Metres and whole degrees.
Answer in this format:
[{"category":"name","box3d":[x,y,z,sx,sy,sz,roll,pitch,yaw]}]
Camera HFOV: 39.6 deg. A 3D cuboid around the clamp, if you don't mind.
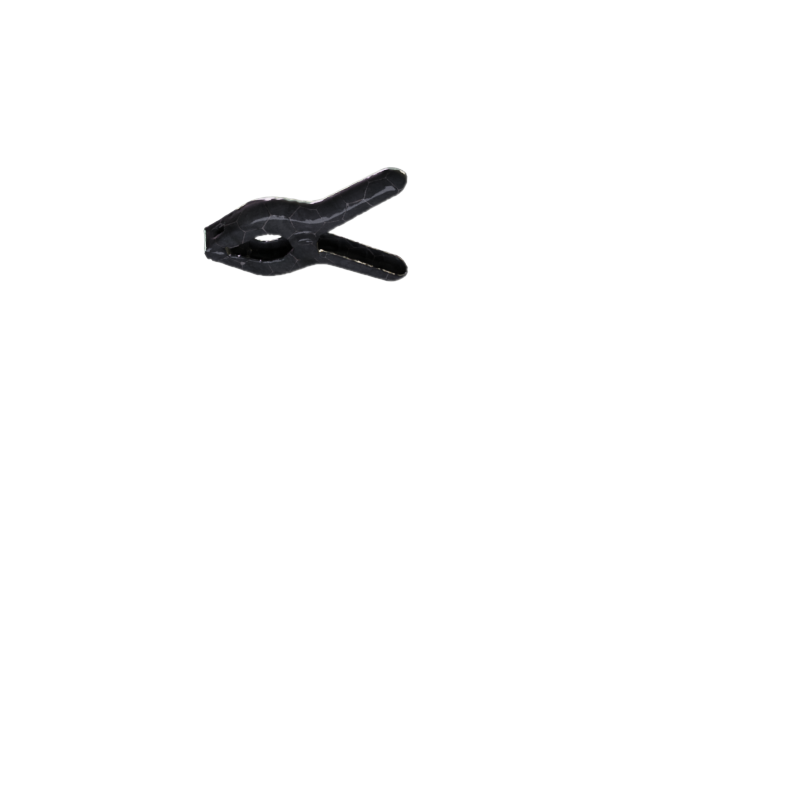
[{"category":"clamp","box3d":[-0.071,-0.129,0.903,0.173,0.042,0.111,-8,-45,8]}]
